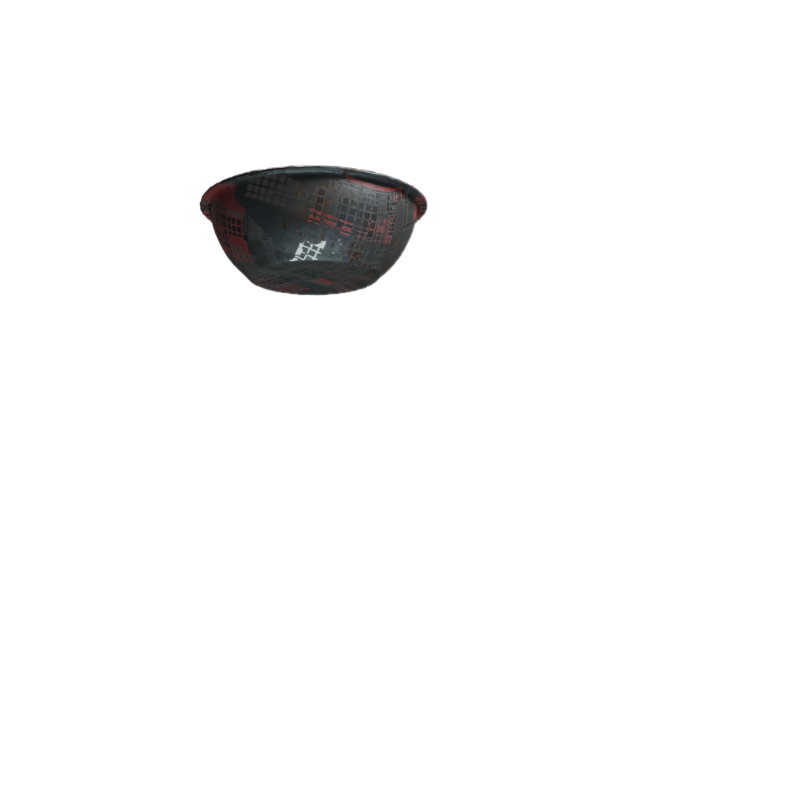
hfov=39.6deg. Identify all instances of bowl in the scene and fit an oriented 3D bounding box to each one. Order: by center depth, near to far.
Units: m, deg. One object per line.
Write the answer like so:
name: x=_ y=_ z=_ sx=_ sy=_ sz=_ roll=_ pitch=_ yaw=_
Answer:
bowl: x=-0.061 y=-0.111 z=0.779 sx=0.162 sy=0.057 sz=0.157 roll=0 pitch=-11 yaw=-2
